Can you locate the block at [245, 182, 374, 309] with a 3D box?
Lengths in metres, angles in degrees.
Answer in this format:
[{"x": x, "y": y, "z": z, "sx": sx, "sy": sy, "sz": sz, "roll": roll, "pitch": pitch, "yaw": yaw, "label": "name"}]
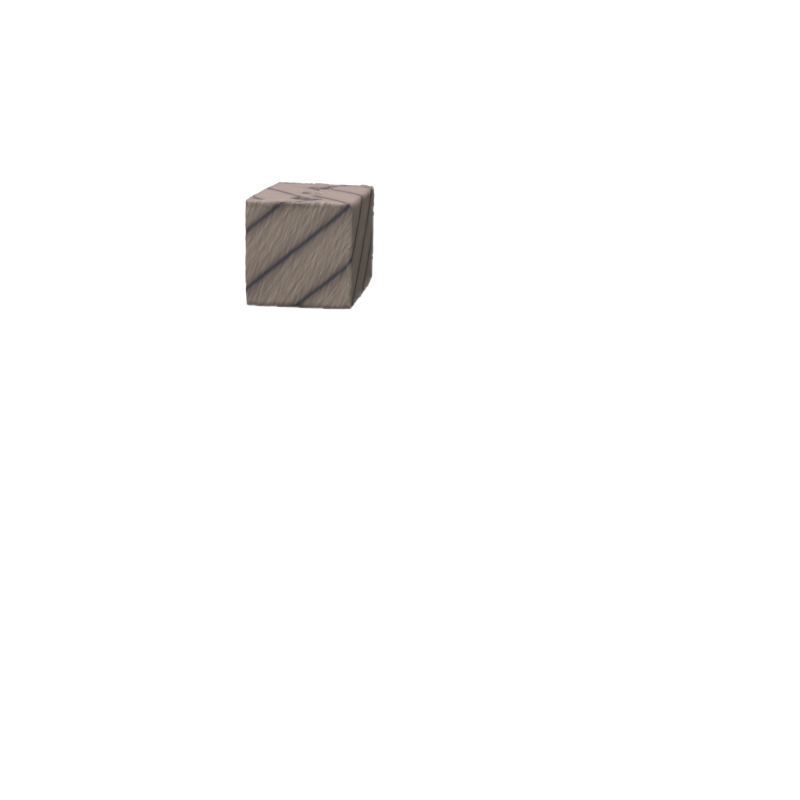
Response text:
[{"x": -0.043, "y": -0.079, "z": 0.553, "sx": 0.053, "sy": 0.050, "sz": 0.079, "roll": 2, "pitch": 15, "yaw": 6, "label": "block"}]
